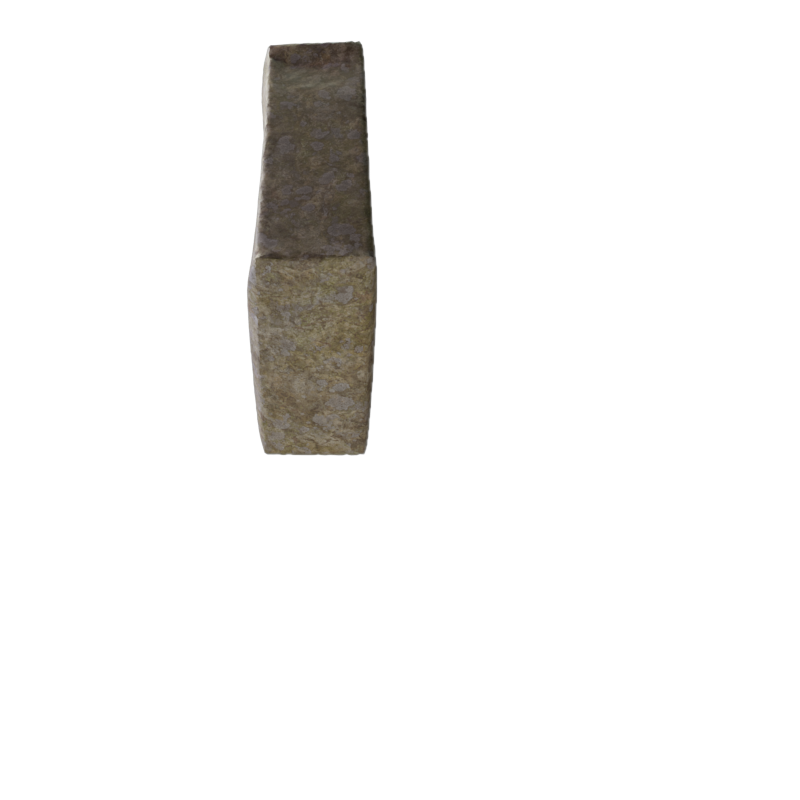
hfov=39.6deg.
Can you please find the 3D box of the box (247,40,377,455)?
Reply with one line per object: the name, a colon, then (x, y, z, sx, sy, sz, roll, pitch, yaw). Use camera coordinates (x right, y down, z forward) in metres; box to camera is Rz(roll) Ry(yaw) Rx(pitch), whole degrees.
box: (-0.055, -0.099, 0.697, 0.072, 0.230, 0.153, -1, -44, -3)
